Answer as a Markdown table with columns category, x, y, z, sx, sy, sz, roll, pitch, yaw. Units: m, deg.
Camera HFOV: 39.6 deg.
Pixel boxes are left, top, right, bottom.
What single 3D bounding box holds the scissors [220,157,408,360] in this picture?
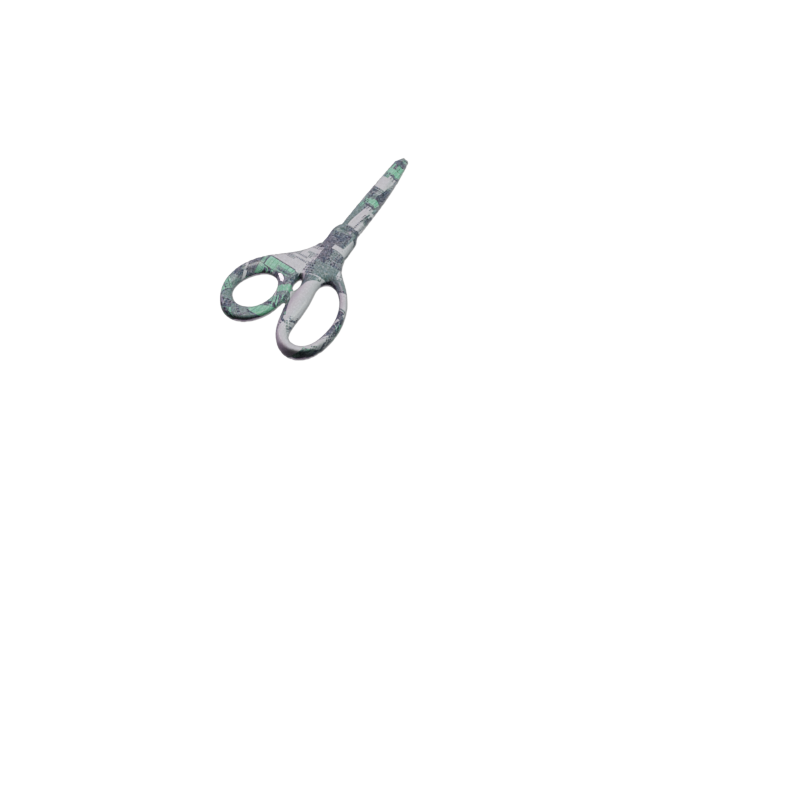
| category | x | y | z | sx | sy | sz | roll | pitch | yaw |
| --- | --- | --- | --- | --- | --- | --- | --- | --- | --- |
| scissors | -0.062 | -0.112 | 0.786 | 0.098 | 0.213 | 0.015 | 9 | -39 | 8 |
